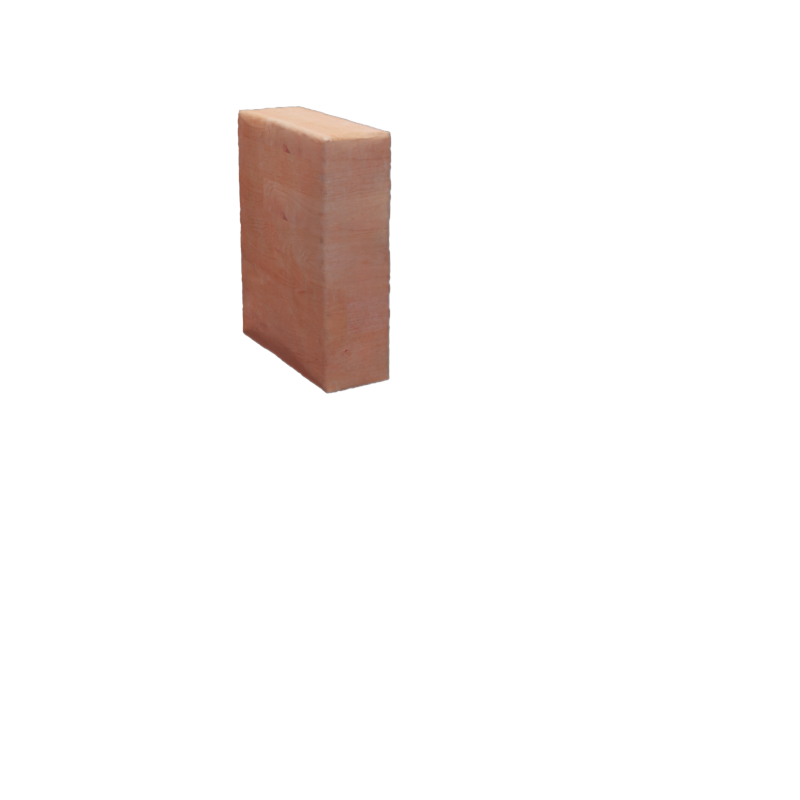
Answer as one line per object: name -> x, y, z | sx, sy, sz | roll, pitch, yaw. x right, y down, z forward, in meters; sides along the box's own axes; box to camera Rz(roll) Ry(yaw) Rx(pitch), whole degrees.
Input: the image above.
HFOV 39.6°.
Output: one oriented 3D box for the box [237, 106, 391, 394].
box -> -0.075, -0.136, 0.954 | 0.070, 0.206, 0.175 | -9, 21, -29
